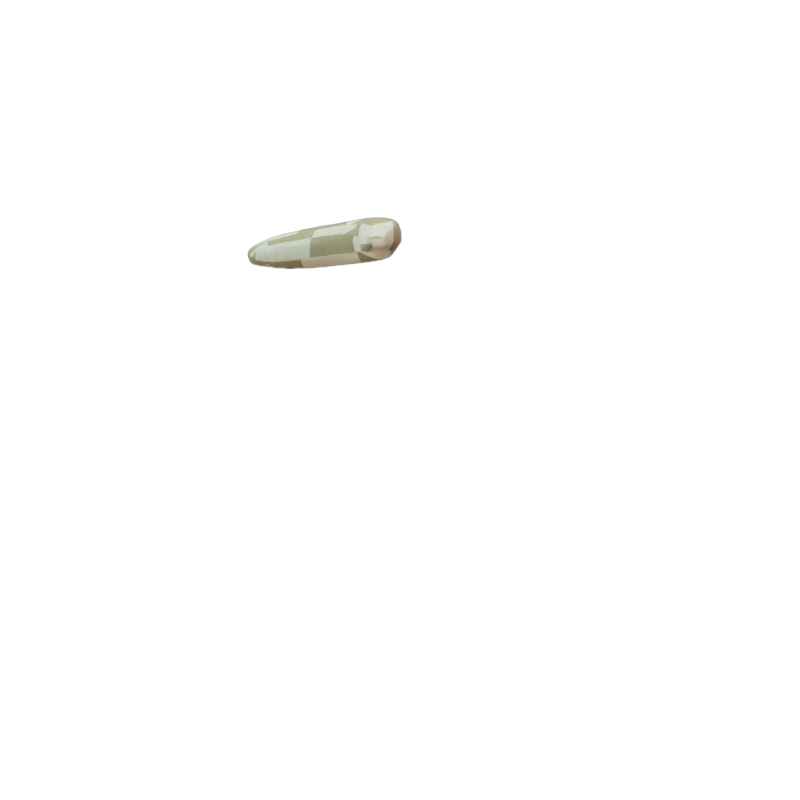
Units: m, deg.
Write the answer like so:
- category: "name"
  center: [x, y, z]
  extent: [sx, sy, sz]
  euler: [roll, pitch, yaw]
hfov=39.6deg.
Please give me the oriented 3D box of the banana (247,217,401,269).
- category: "banana"
  center: [-0.056, -0.134, 0.947]
  extent: [0.067, 0.037, 0.204]
  euler: [0, 1, -35]
